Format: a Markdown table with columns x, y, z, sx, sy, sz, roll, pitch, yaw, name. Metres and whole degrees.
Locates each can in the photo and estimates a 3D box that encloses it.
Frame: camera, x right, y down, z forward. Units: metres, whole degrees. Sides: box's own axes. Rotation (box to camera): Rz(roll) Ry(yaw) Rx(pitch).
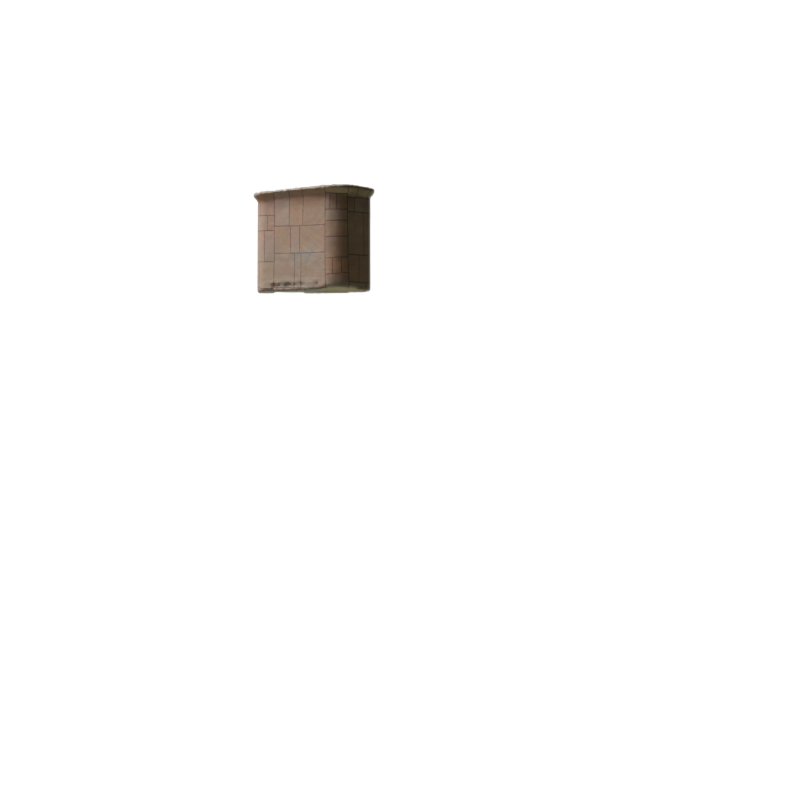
| x | y | z | sx | sy | sz | roll | pitch | yaw | name |
| --- | --- | --- | --- | --- | --- | --- | --- | --- | --- |
| -0.072 | -0.130 | 0.913 | 0.106 | 0.084 | 0.055 | 0 | -2 | 36 | can |
